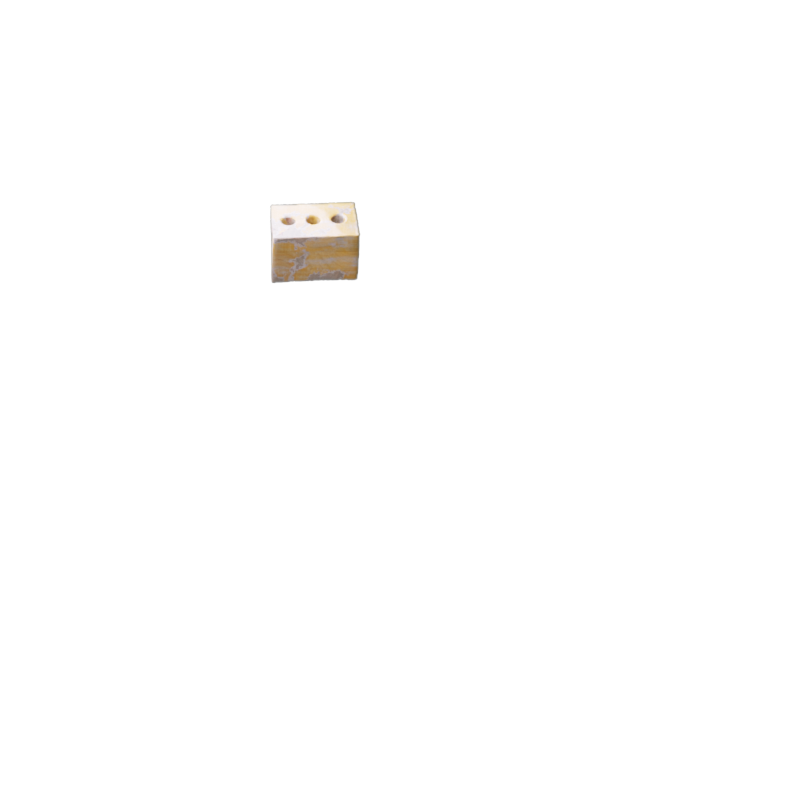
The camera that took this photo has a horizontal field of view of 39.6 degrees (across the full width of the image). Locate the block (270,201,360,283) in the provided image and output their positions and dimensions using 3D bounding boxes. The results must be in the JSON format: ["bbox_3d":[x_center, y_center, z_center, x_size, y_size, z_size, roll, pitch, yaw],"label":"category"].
[{"bbox_3d":[-0.077,-0.141,0.988,0.077,0.048,0.057,-3,43,-5],"label":"block"}]
